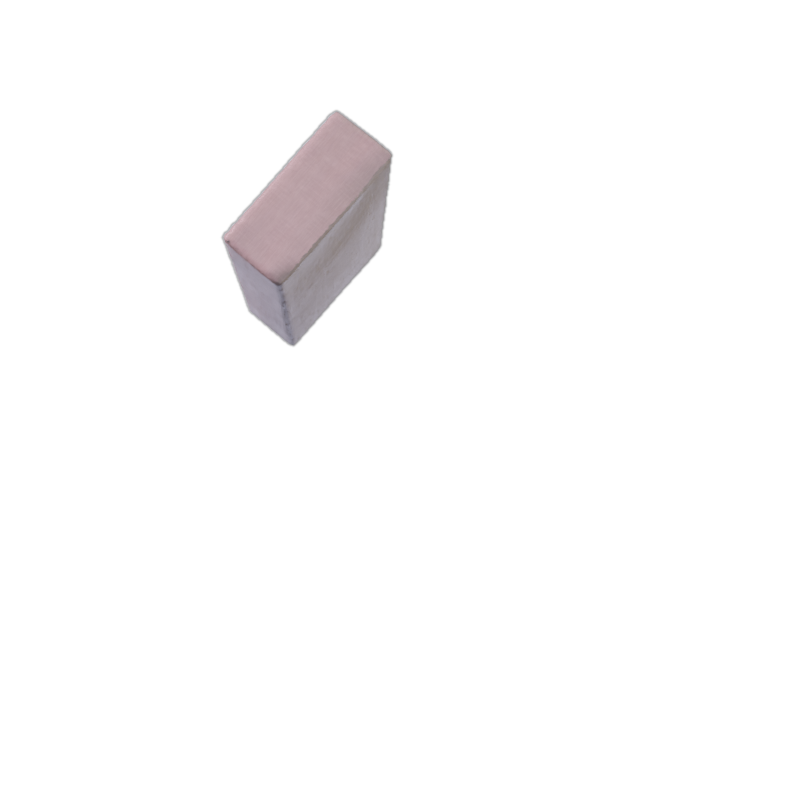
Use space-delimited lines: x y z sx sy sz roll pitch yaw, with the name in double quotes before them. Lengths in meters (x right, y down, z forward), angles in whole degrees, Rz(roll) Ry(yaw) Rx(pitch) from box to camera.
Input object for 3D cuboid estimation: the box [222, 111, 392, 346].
"box" -0.050 -0.091 0.643 0.049 0.094 0.172 40 -8 1
